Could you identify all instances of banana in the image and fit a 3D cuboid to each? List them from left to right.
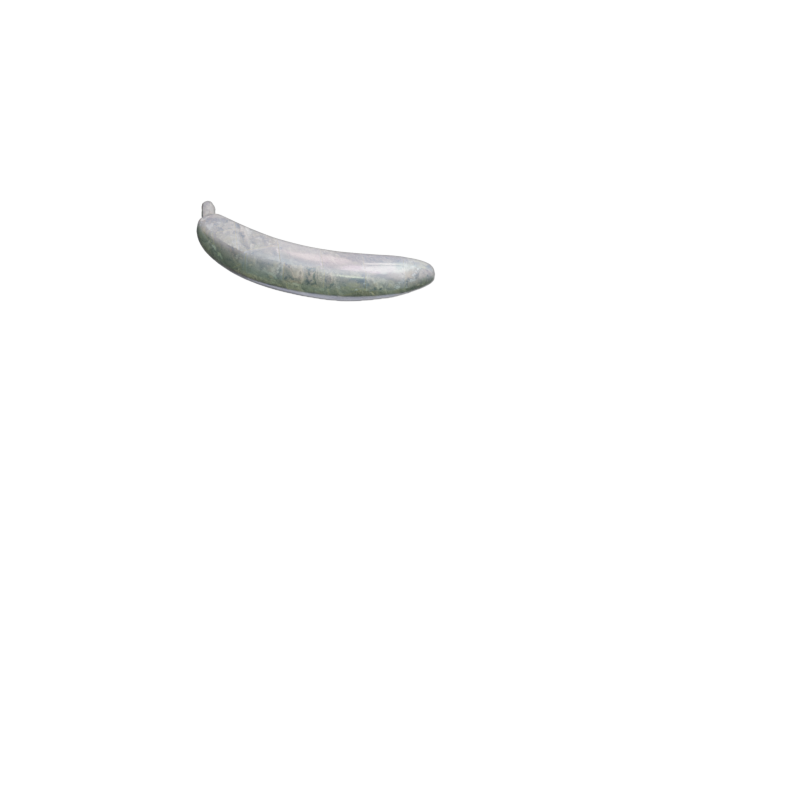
[{"bbox_3d":[-0.076,-0.107,0.826,0.204,0.072,0.034,19,-39,16],"label":"banana"}]
